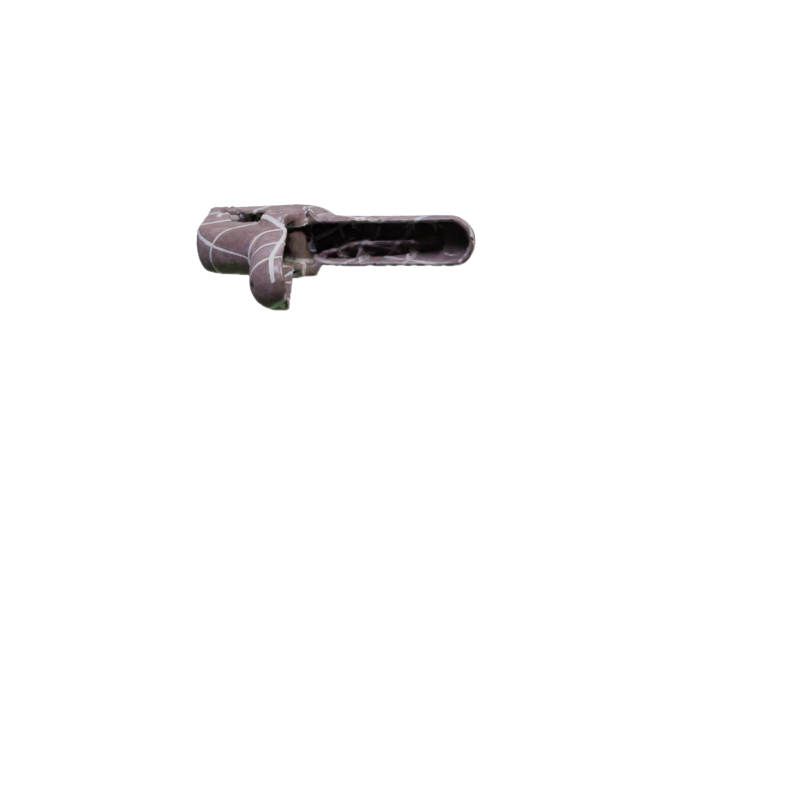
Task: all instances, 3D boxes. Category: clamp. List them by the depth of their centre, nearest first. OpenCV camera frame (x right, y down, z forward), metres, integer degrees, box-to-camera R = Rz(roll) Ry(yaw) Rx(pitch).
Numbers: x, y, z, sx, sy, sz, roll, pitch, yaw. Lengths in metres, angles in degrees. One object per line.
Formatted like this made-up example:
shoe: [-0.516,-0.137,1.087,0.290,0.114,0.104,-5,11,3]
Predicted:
clamp: [-0.045,-0.083,0.579,0.117,0.038,0.181,-8,20,-24]
